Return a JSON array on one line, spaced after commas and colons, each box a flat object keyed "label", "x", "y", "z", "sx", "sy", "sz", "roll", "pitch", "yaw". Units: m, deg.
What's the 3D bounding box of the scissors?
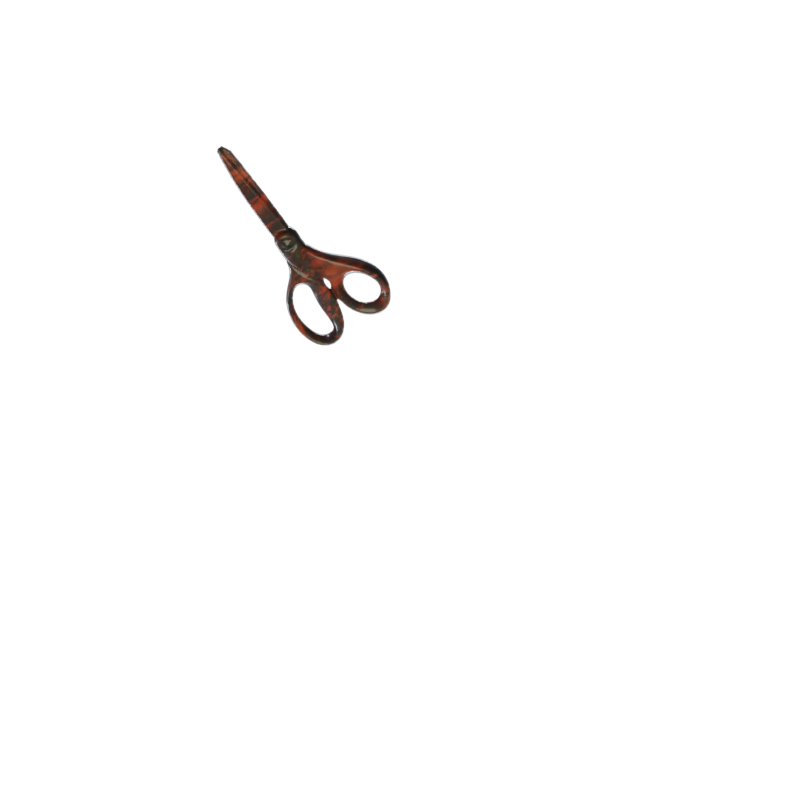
[{"label": "scissors", "x": -0.069, "y": -0.126, "z": 0.883, "sx": 0.097, "sy": 0.187, "sz": 0.017, "roll": -12, "pitch": 35, "yaw": 8}]
